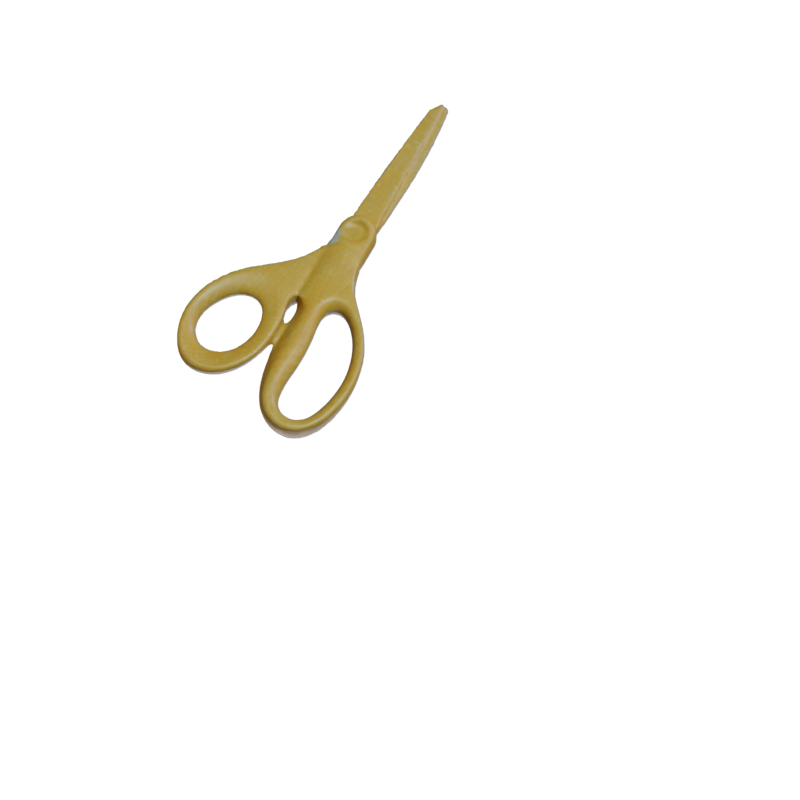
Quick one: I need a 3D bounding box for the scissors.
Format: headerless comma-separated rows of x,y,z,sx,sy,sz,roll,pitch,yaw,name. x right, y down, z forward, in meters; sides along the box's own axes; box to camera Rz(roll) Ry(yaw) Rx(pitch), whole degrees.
-0.042,-0.077,0.540,0.097,0.212,0.015,10,-31,6,scissors
